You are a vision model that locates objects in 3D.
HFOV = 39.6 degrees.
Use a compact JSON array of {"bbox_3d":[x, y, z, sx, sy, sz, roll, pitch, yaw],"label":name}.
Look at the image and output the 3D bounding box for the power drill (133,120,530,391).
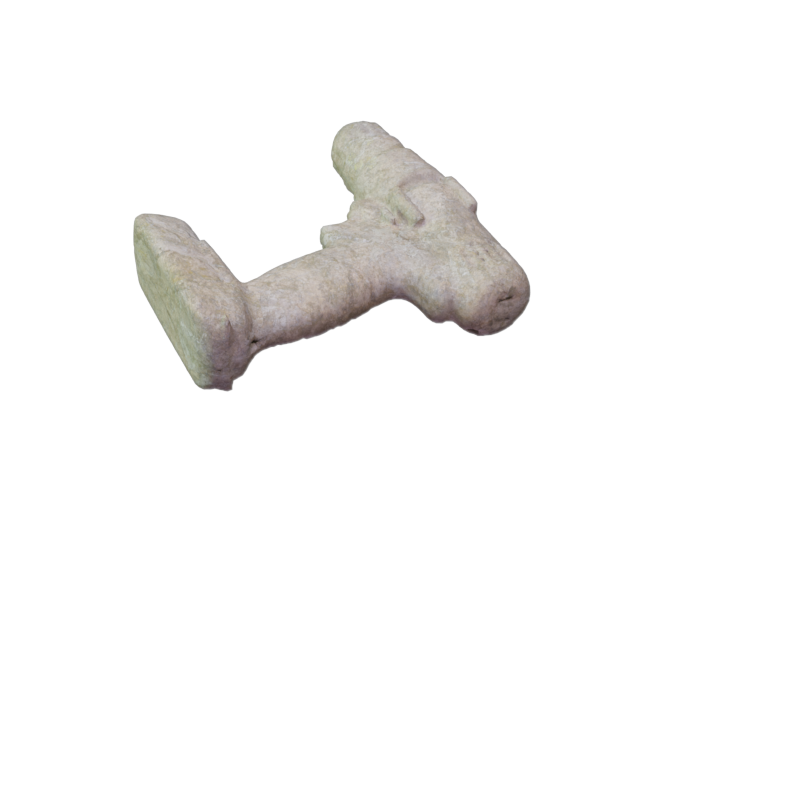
[{"bbox_3d":[-0.048,-0.088,0.617,0.185,0.053,0.200,-19,45,-20],"label":"power drill"}]
